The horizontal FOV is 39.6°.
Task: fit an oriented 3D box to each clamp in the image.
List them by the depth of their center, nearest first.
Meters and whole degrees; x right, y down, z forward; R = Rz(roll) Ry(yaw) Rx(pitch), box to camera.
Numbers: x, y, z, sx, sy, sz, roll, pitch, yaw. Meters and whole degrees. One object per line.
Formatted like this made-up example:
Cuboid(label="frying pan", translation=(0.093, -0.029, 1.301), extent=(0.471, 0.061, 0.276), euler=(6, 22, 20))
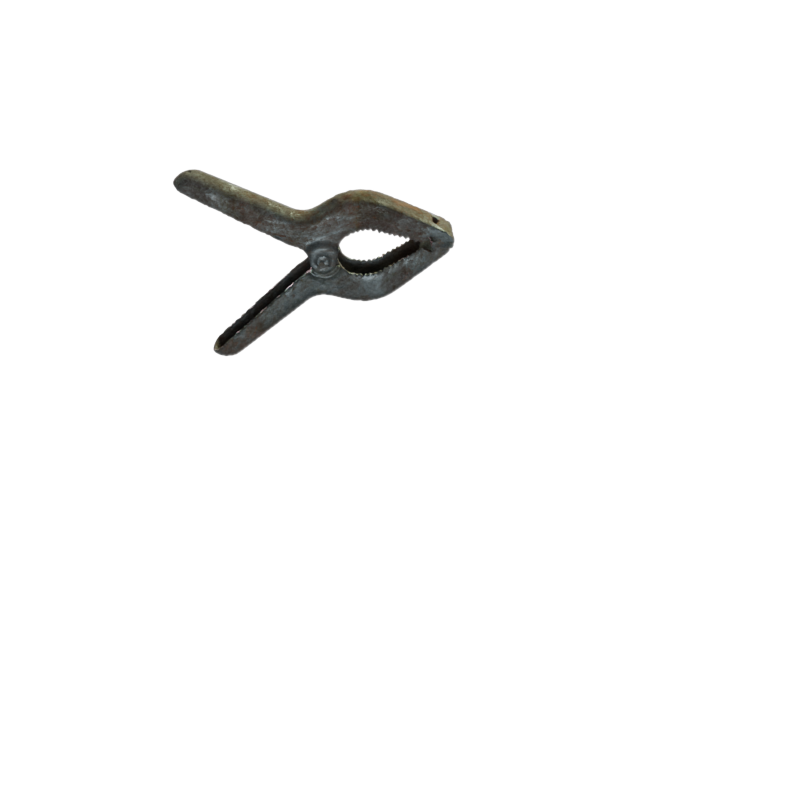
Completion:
Cuboid(label="clamp", translation=(-0.067, -0.122, 0.852), extent=(0.211, 0.153, 0.039), euler=(-12, 32, 8))
